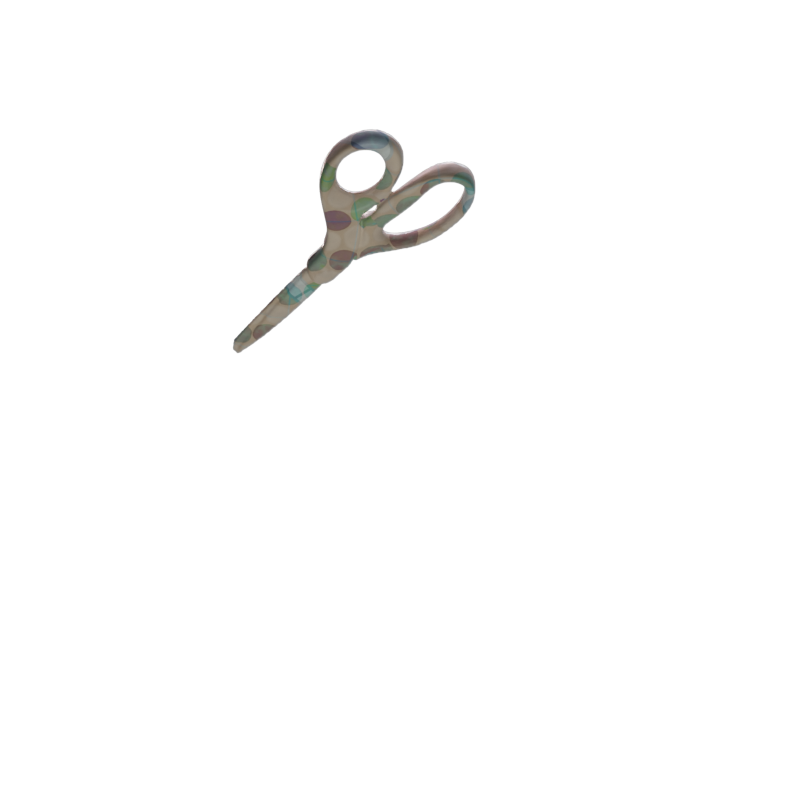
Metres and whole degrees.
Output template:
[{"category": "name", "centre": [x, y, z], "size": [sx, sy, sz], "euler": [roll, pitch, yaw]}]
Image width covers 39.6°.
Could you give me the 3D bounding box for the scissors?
[{"category": "scissors", "centre": [-0.051, -0.093, 0.654], "size": [0.202, 0.017, 0.089], "euler": [-26, -48, 25]}]
